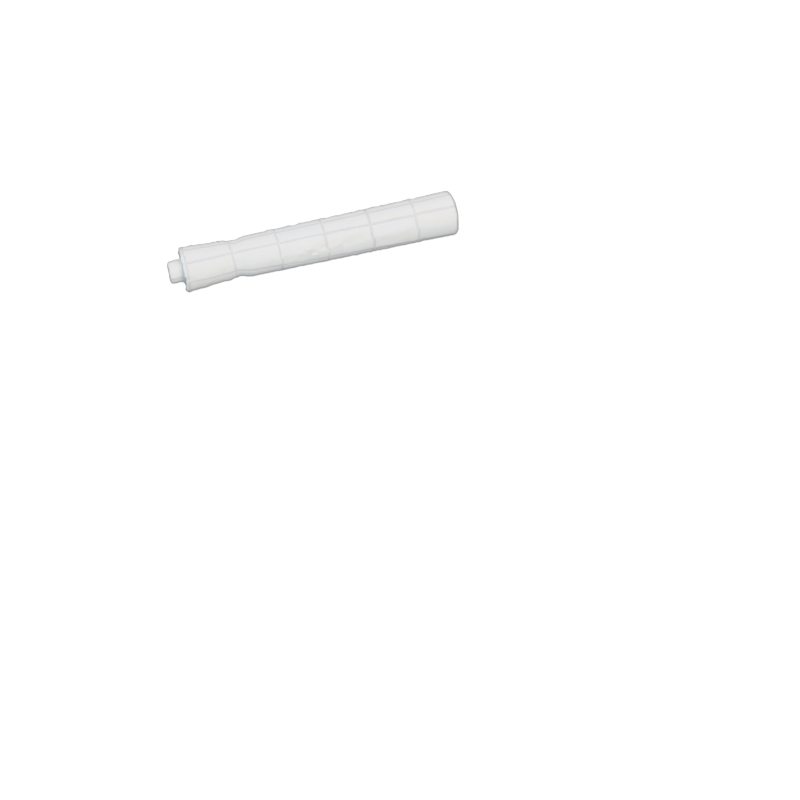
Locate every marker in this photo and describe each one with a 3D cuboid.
[{"bbox_3d":[-0.036,-0.065,0.456,0.120,0.020,0.020,-13,7,-9],"label":"marker"}]
